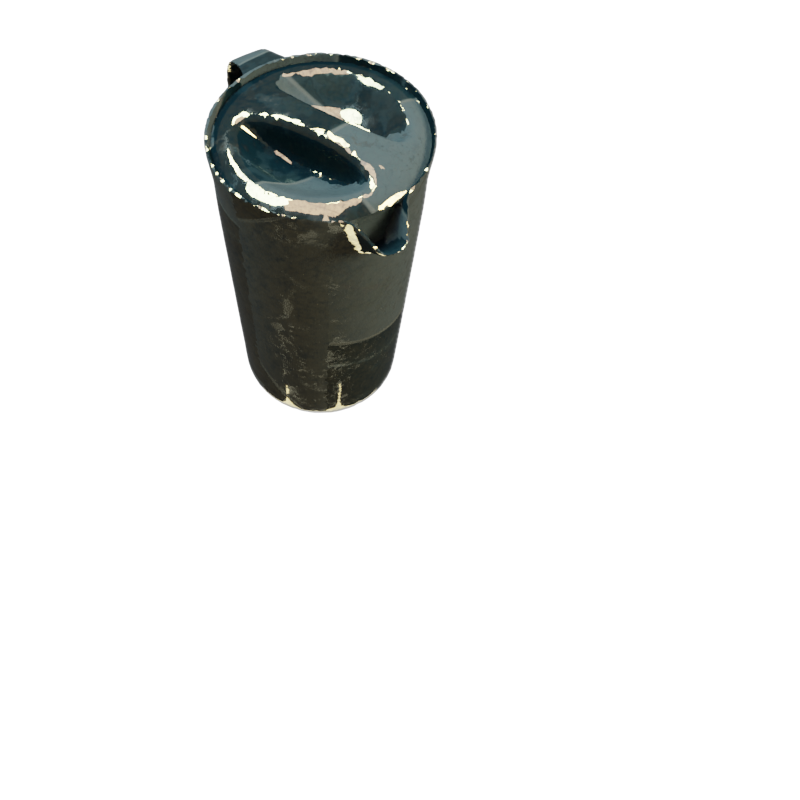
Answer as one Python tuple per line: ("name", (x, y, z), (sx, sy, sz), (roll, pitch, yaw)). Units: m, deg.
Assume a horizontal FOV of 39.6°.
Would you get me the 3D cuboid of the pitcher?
("pitcher", (-0.057, -0.104, 0.727), (0.147, 0.157, 0.227), (12, -33, 5))
